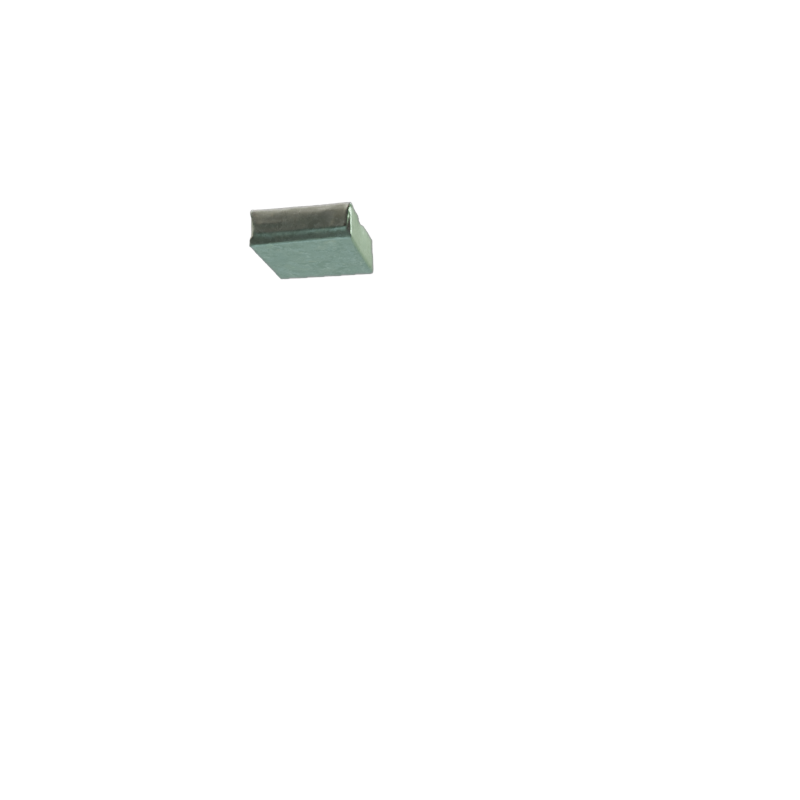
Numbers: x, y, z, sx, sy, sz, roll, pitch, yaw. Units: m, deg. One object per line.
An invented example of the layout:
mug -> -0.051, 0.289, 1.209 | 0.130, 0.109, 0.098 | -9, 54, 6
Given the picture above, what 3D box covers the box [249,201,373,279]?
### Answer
box -> -0.063, -0.115, 0.804 | 0.074, 0.031, 0.085 | -3, -13, 11
